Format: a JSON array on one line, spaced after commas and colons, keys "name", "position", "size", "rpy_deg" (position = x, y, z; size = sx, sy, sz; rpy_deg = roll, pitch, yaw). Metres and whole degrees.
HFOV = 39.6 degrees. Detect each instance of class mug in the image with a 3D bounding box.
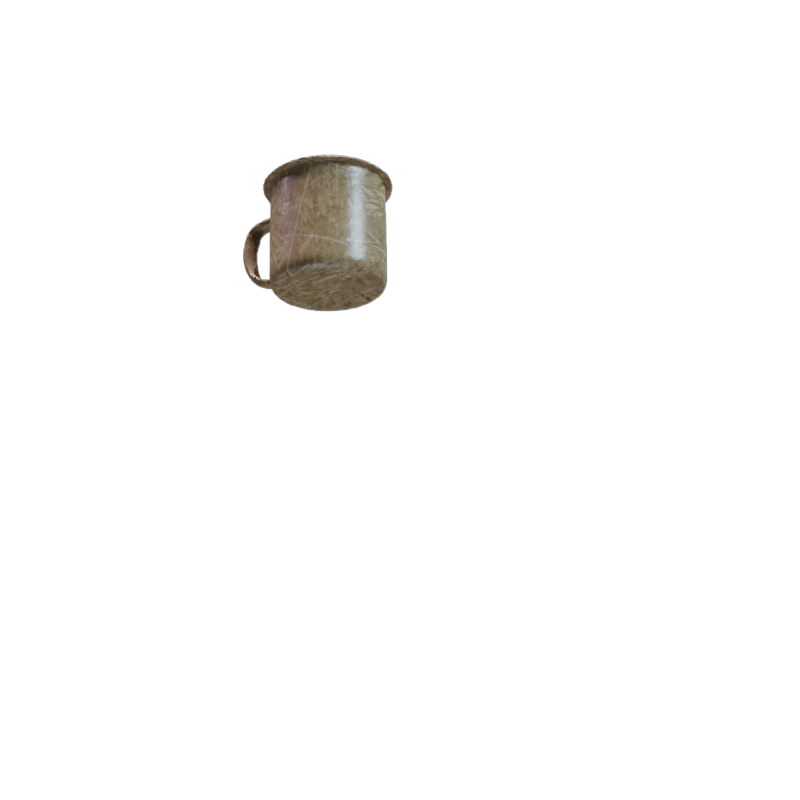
[{"name": "mug", "position": [-0.061, -0.112, 0.783], "size": [0.119, 0.086, 0.087], "rpy_deg": [-12, -25, 25]}]
